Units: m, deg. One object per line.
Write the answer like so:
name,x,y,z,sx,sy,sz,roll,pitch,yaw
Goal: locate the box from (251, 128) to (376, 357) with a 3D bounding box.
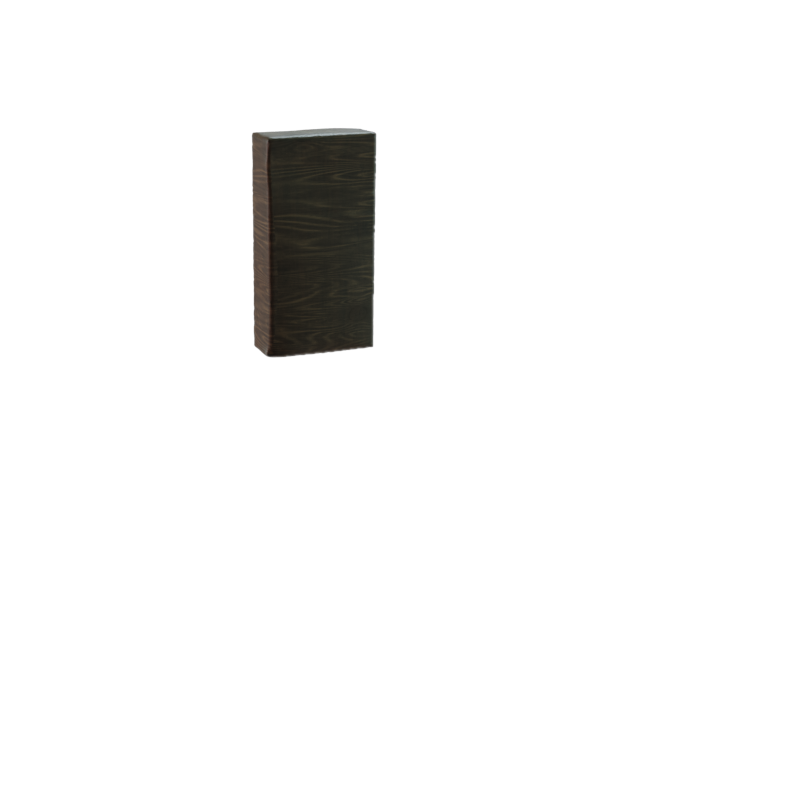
box,-0.069,-0.126,0.880,0.091,0.171,0.050,-5,13,-23
